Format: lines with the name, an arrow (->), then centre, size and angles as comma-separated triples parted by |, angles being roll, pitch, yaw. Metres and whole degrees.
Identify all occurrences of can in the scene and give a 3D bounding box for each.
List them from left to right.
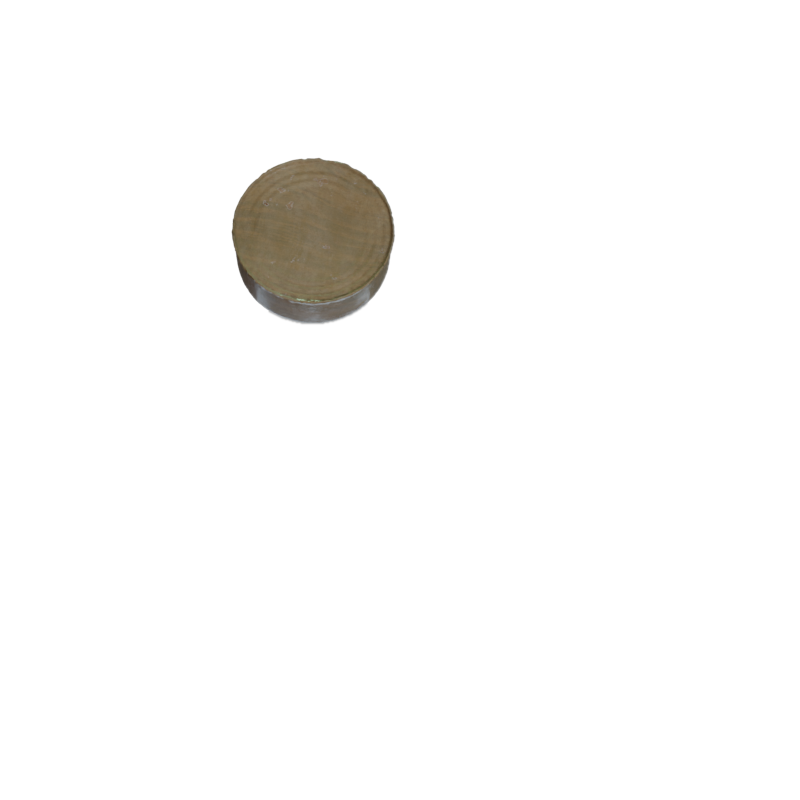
can -> -0.047, -0.085, 0.597 | 0.086, 0.091, 0.032 | -1, -24, -1
